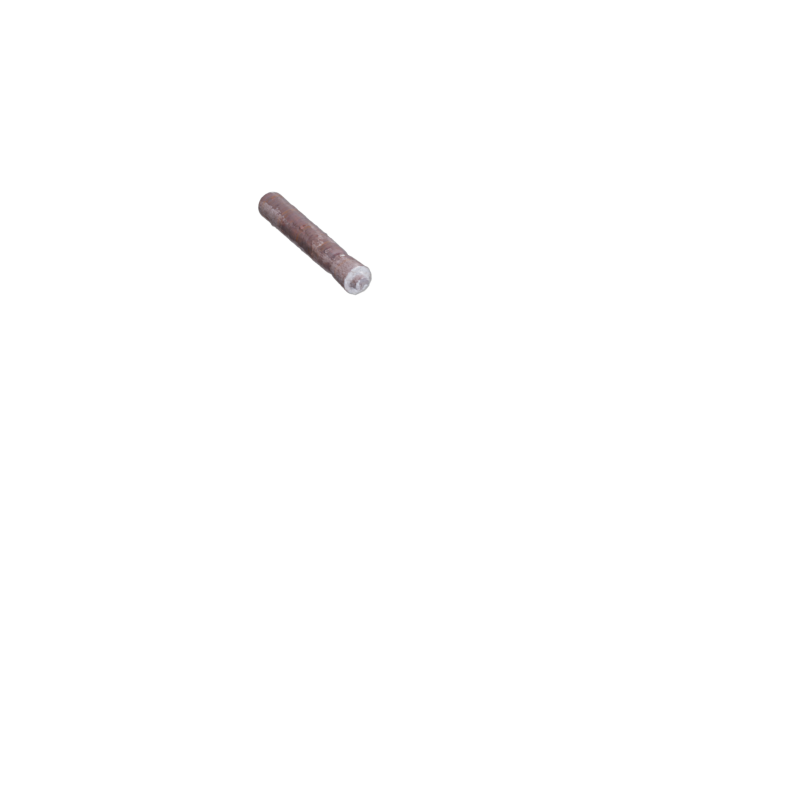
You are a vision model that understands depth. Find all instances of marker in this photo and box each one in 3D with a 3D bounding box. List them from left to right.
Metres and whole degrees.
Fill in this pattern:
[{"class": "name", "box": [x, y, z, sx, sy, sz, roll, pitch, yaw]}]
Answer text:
[{"class": "marker", "box": [-0.054, -0.098, 0.685, 0.019, 0.019, 0.130, -3, 30, -33]}]
